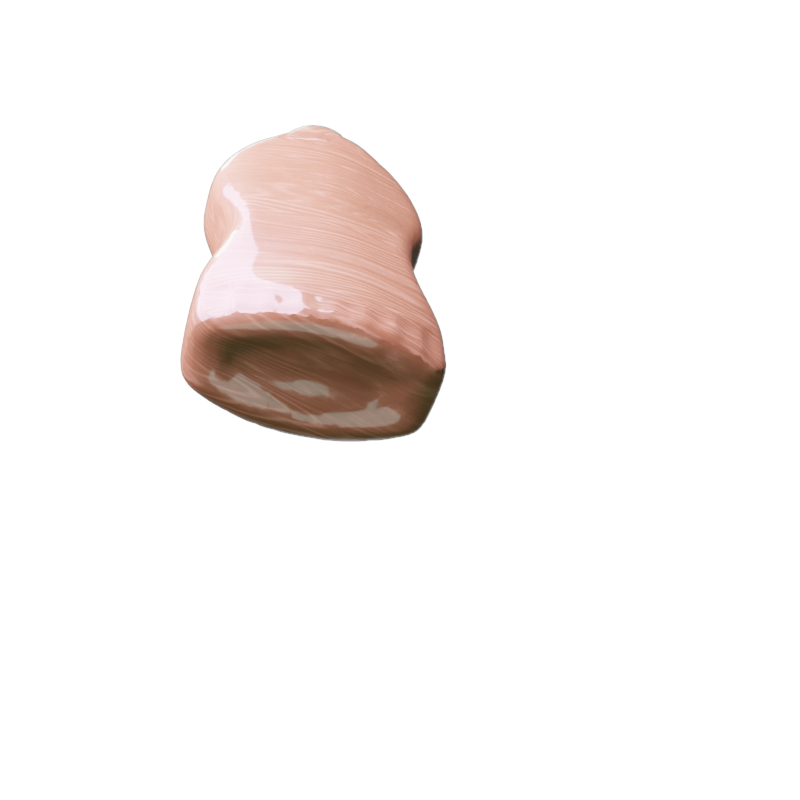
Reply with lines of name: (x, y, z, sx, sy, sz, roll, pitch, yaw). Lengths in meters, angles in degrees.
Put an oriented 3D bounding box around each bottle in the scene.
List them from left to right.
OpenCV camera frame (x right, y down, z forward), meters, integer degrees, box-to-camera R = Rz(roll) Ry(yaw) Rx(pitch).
bottle: (-0.037, -0.068, 0.477, 0.094, 0.055, 0.205, 10, 36, -11)
